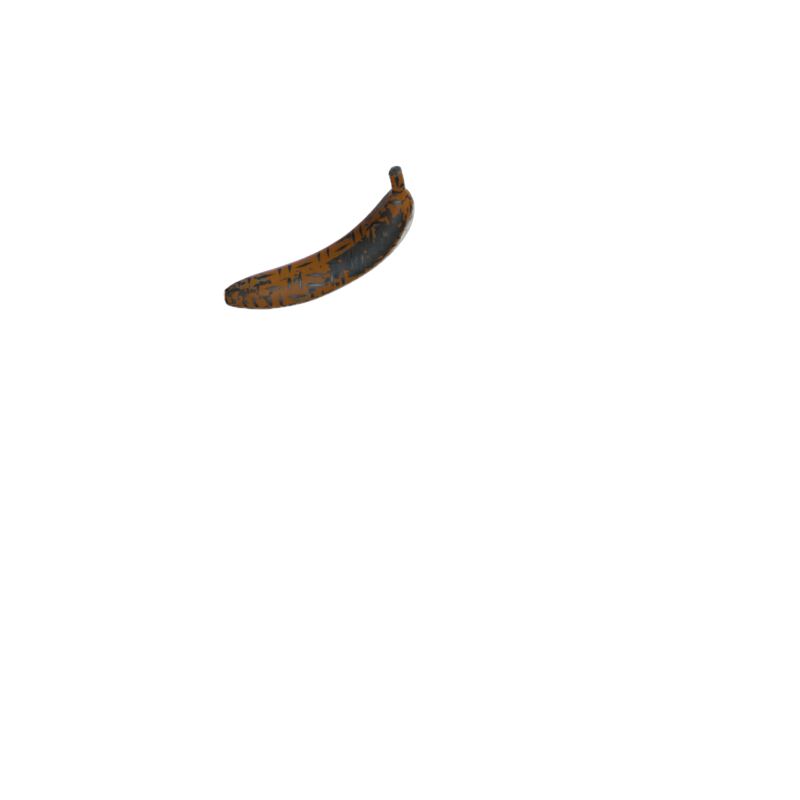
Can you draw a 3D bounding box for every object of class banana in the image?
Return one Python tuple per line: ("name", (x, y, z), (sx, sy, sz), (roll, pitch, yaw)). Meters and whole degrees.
("banana", (-0.057, -0.123, 0.921), (0.196, 0.039, 0.065), (-34, -58, 23))
